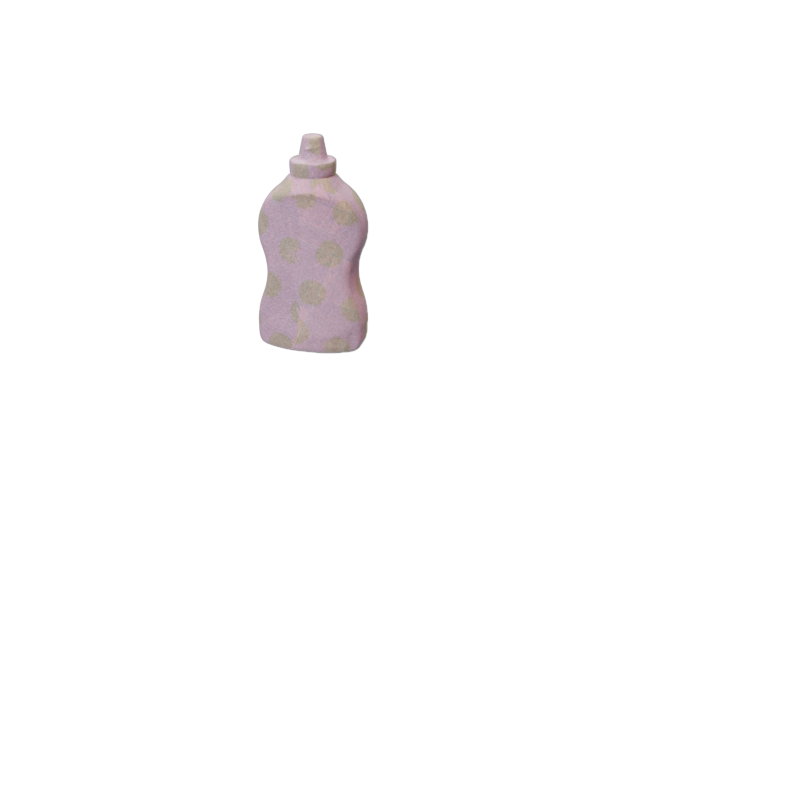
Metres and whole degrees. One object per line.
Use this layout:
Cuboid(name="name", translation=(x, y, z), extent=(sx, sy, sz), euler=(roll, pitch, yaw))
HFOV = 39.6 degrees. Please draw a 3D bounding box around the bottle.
Cuboid(name="bottle", translation=(-0.077, -0.139, 0.976), extent=(0.098, 0.184, 0.059), euler=(6, 19, 14))
